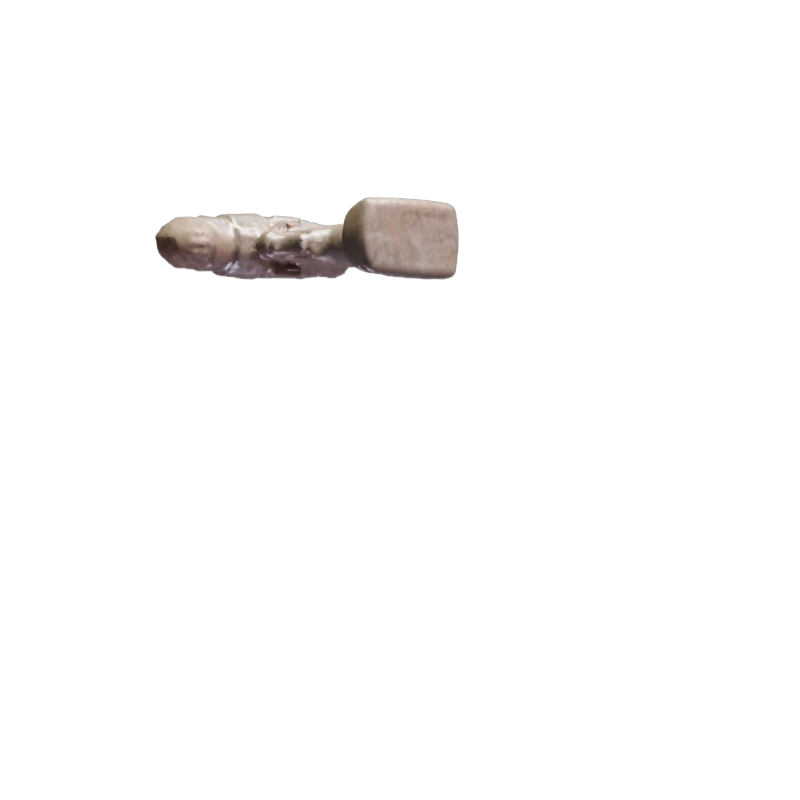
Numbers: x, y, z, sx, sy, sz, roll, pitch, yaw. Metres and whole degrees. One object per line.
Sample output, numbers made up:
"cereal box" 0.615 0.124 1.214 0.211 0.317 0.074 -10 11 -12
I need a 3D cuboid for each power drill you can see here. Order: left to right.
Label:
"power drill" -0.065 -0.119 0.836 0.178 0.057 0.195 -5 8 -43
